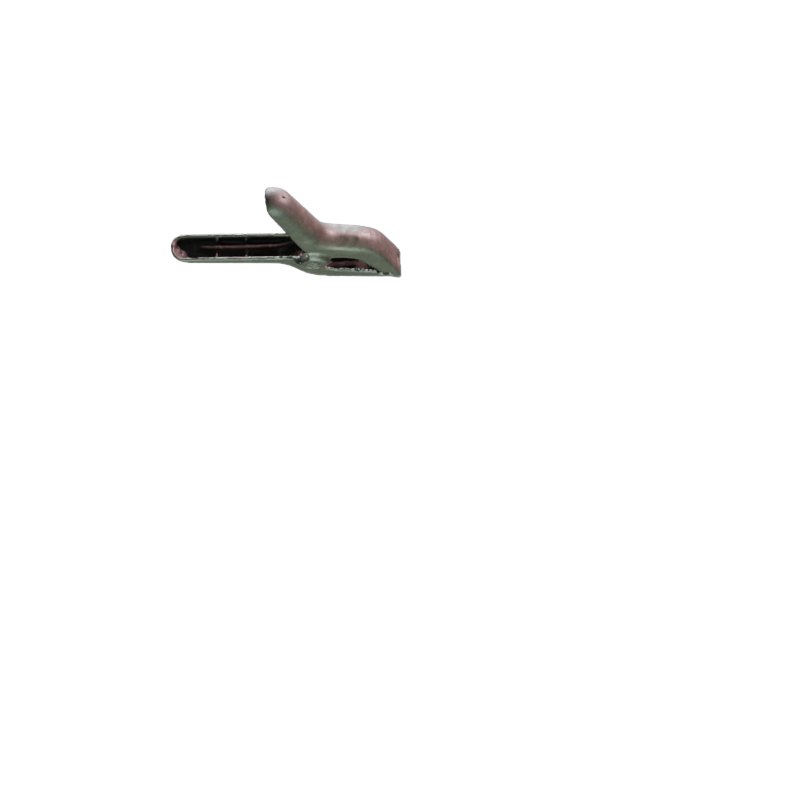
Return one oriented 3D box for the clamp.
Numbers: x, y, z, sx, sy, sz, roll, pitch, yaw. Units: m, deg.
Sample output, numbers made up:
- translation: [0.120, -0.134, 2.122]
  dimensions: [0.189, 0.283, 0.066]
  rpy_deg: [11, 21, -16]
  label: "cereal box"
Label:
- translation: [-0.077, -0.140, 0.982]
  dimensions: [0.201, 0.038, 0.166]
  rpy_deg: [6, -12, -30]
  label: "clamp"
